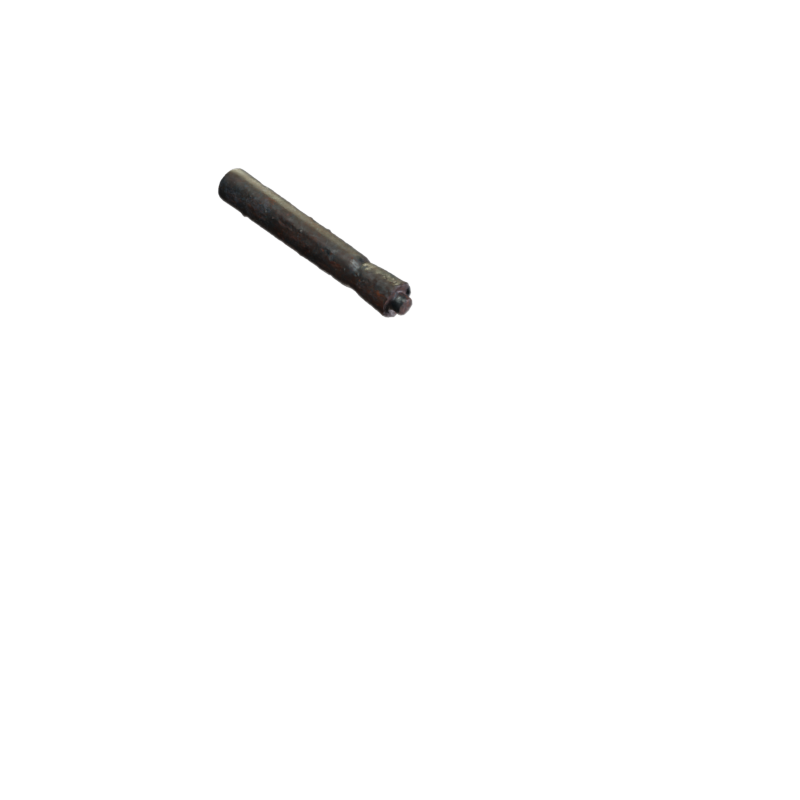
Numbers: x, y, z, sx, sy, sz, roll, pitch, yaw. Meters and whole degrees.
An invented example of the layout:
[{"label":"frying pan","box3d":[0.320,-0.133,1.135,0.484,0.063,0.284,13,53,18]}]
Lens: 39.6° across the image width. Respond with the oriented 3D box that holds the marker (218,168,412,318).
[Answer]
[{"label":"marker","box3d":[-0.042,-0.076,0.532,0.129,0.019,0.019,38,23,30]}]
